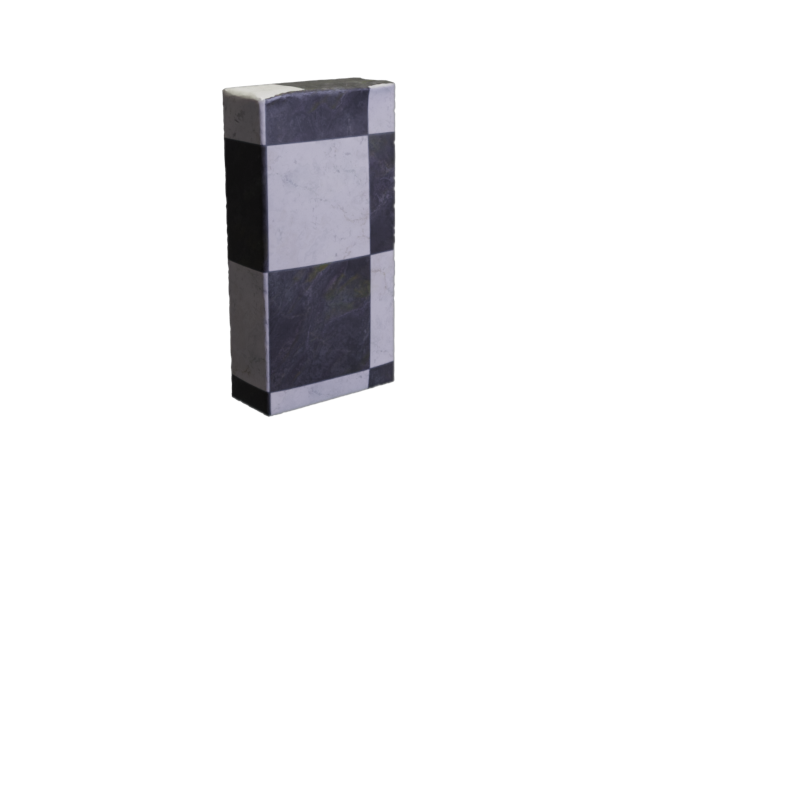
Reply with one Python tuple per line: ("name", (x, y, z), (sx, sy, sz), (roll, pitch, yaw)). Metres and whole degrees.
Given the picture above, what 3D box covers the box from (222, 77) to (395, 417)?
("box", (-0.048, -0.088, 0.619), (0.091, 0.170, 0.051), (-13, 22, -37))
